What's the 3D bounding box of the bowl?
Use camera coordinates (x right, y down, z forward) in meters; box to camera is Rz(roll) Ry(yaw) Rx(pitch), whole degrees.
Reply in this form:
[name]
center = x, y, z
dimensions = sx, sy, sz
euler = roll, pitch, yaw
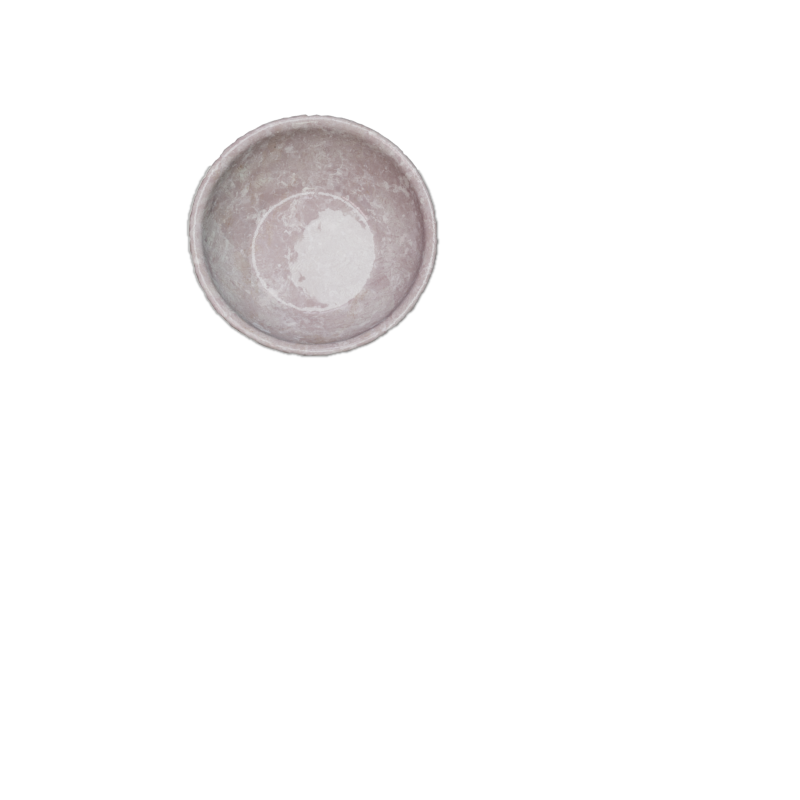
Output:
[bowl]
center = -0.058, -0.106, 0.740
dimensions = 0.162, 0.167, 0.053
euler = 0, -13, -1
